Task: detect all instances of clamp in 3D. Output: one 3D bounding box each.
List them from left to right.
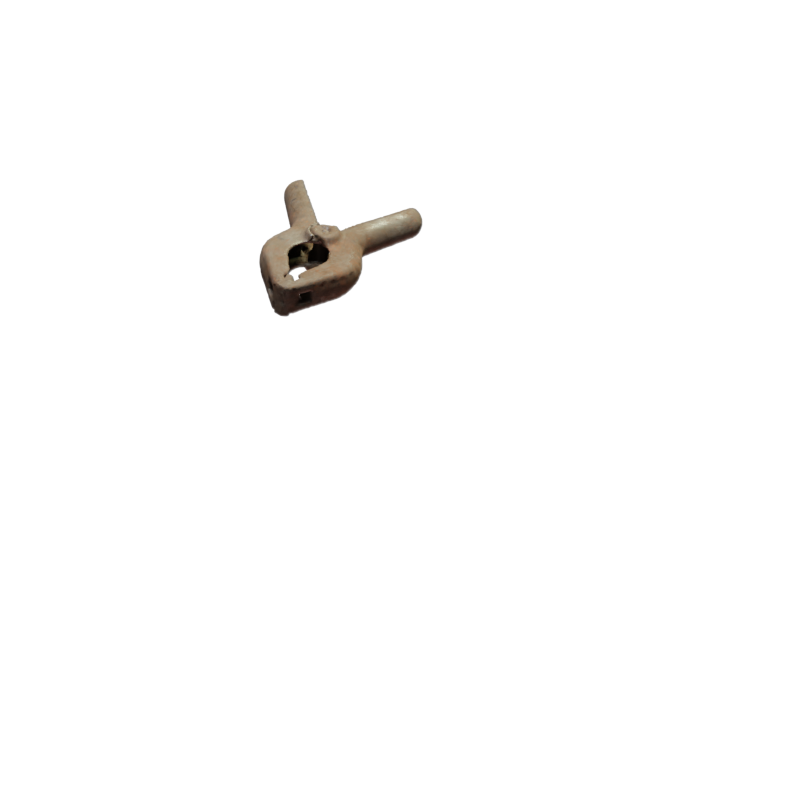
[{"bbox_3d":[-0.069,-0.126,0.882,0.125,0.037,0.175,16,36,23],"label":"clamp"}]
